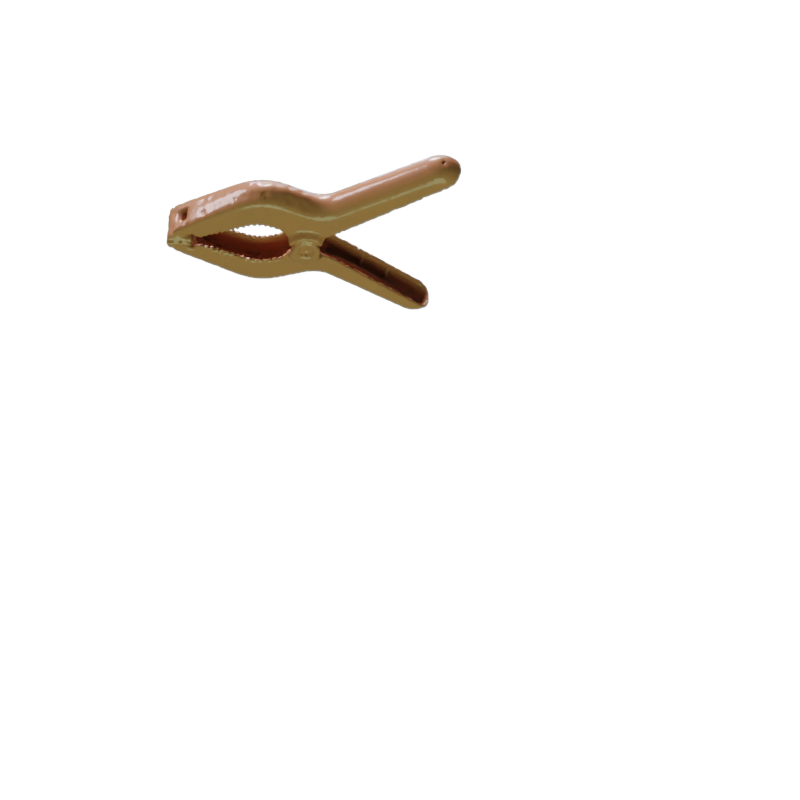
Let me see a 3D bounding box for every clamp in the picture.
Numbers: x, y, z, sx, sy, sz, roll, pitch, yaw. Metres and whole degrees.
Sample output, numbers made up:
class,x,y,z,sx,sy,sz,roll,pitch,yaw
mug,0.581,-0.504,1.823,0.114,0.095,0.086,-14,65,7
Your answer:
class,x,y,z,sx,sy,sz,roll,pitch,yaw
clamp,-0.064,-0.117,0.819,0.210,0.039,0.153,-1,-34,2
